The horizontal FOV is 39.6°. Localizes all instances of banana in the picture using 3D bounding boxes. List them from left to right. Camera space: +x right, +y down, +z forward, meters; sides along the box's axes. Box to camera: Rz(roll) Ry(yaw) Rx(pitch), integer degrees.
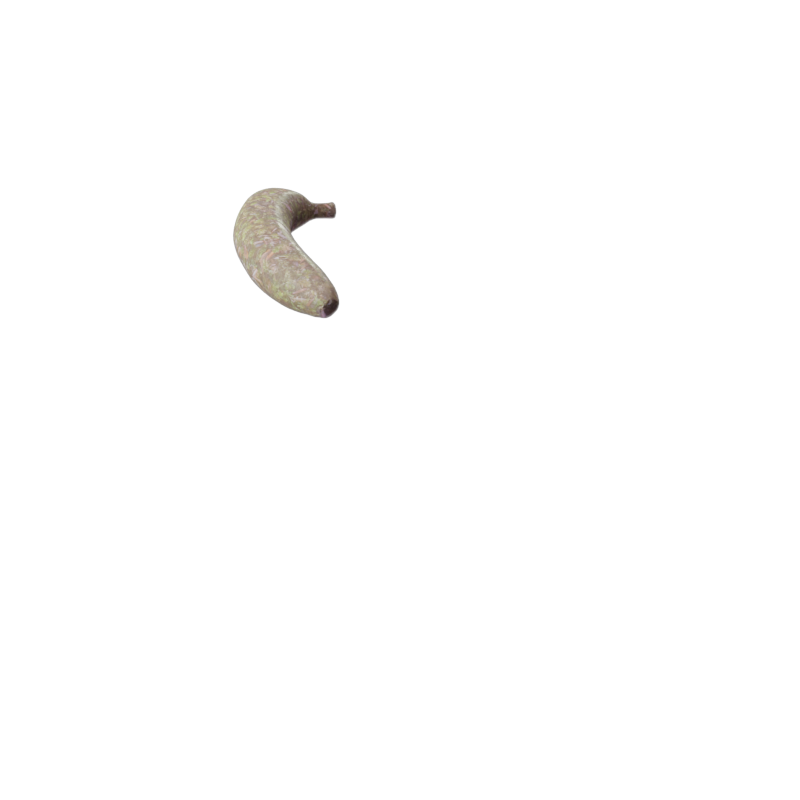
[{"bbox_3d":[-0.075,-0.105,0.723,0.069,0.035,0.209,-1,27,-3],"label":"banana"}]
